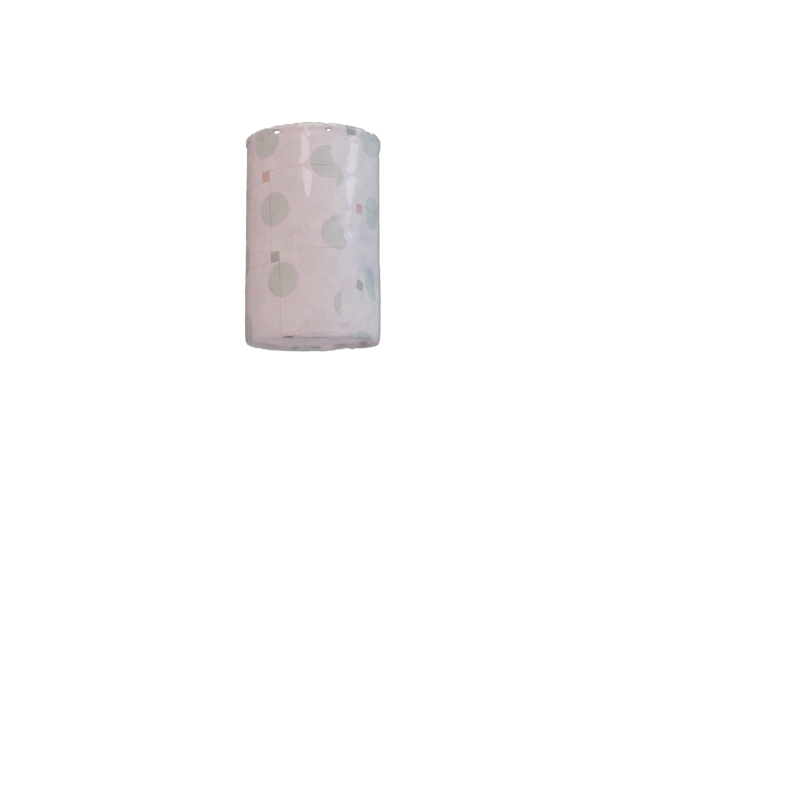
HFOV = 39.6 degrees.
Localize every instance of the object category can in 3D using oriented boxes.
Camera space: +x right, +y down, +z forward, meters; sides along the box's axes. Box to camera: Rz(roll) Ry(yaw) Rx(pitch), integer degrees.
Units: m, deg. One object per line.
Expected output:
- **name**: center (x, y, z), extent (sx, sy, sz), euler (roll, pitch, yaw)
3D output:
- **can**: center (-0.043, -0.078, 0.547), extent (0.068, 0.105, 0.067), euler (0, -9, -2)
